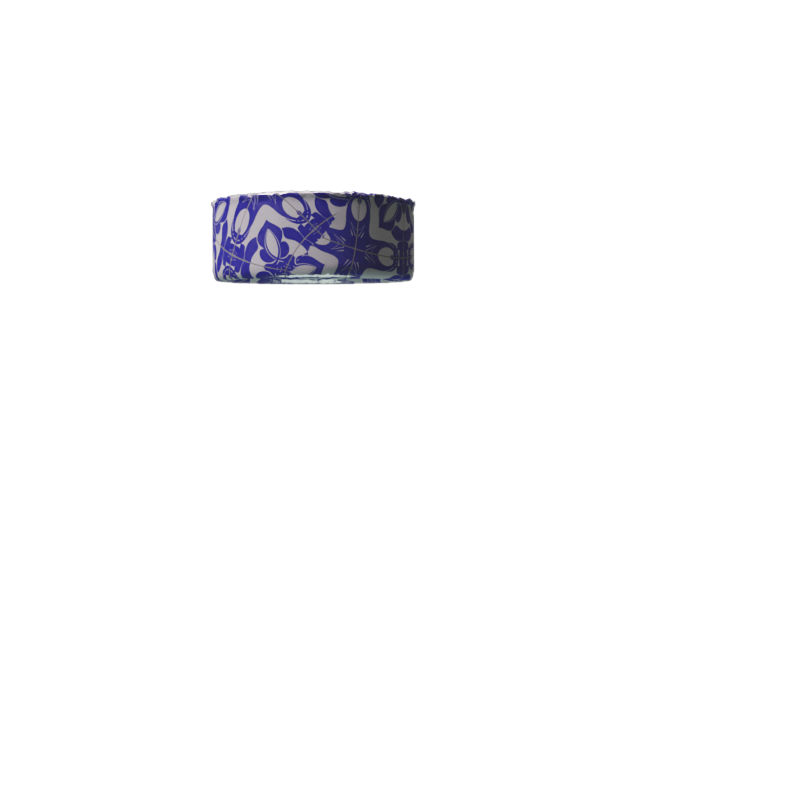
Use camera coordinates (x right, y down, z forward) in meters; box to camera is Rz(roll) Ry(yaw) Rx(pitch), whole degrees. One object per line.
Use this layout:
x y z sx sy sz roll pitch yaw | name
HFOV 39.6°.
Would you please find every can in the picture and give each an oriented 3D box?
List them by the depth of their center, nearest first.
-0.036 -0.066 0.465 0.086 0.034 0.086 0 3 -2 | can
